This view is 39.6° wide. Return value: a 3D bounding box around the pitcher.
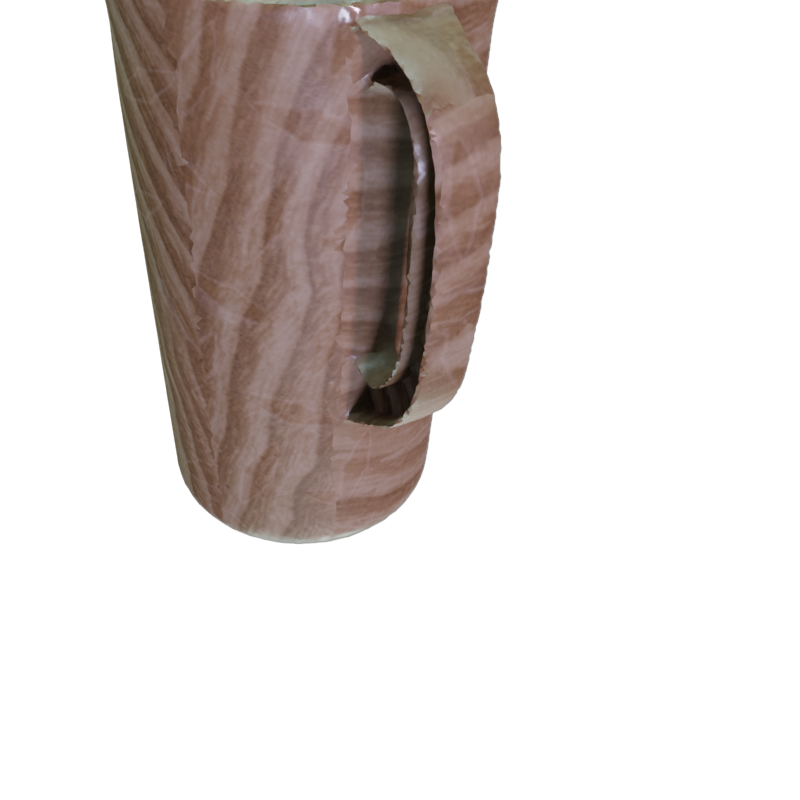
[{"bbox_3d":[-0.032,-0.058,0.409,0.148,0.227,0.156,11,38,11],"label":"pitcher"}]
